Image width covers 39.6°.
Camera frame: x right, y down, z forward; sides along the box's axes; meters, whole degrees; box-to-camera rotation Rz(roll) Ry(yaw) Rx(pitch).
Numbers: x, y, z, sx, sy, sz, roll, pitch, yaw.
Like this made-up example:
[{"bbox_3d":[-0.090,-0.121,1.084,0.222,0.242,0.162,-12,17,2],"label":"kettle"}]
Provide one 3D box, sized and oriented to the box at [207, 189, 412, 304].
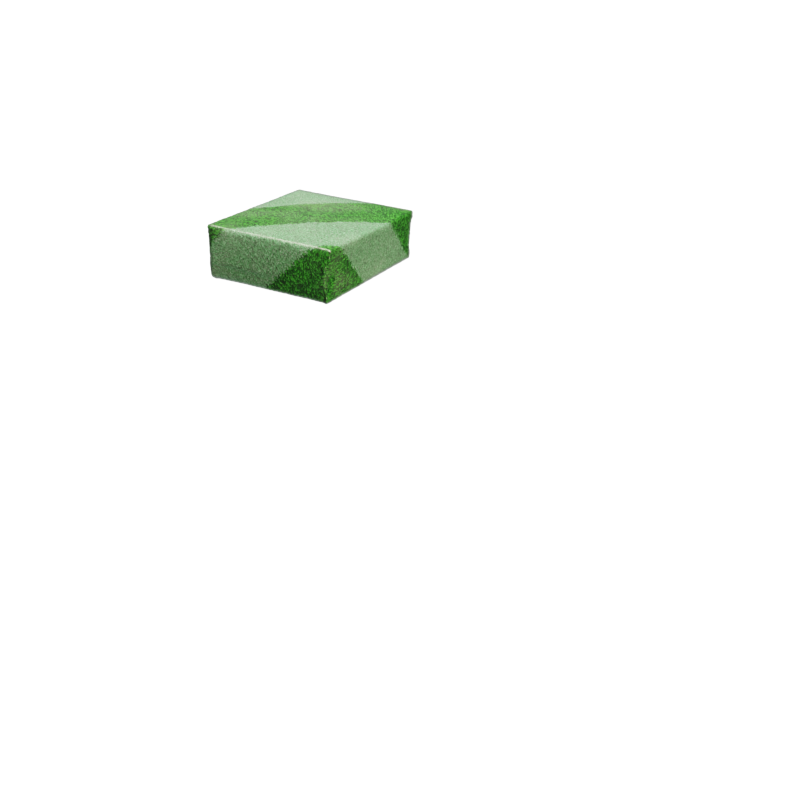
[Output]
[{"bbox_3d":[-0.056,-0.102,0.715,0.094,0.037,0.114,13,28,25],"label":"box"}]
